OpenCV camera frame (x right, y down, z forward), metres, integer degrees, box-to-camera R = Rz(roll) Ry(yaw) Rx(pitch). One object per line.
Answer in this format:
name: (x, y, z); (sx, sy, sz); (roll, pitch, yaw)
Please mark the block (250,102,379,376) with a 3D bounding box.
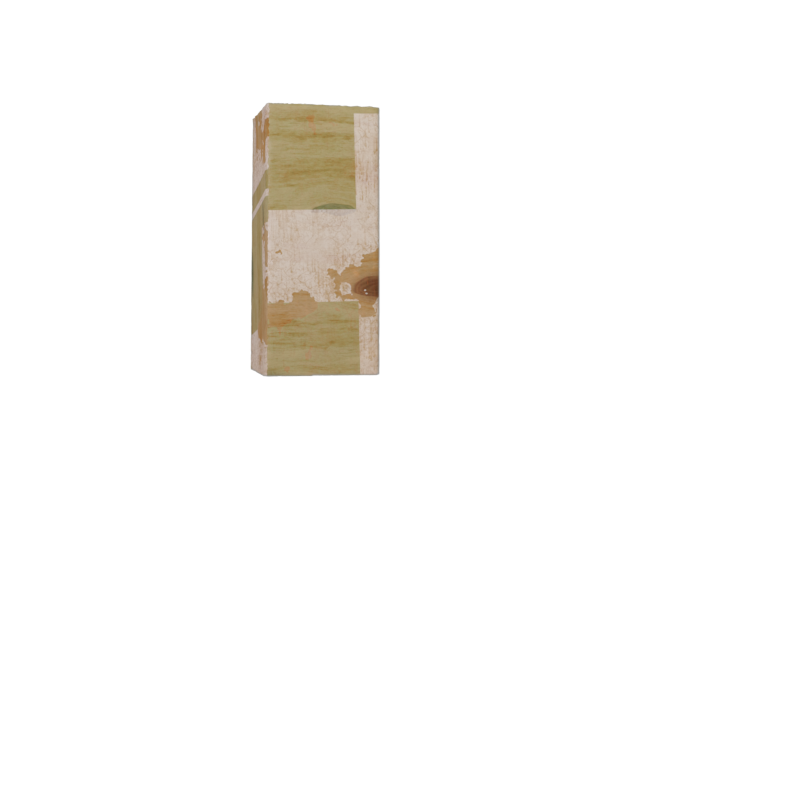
block: (-0.069, -0.126, 0.881); (0.089, 0.207, 0.091); (0, -2, -13)
